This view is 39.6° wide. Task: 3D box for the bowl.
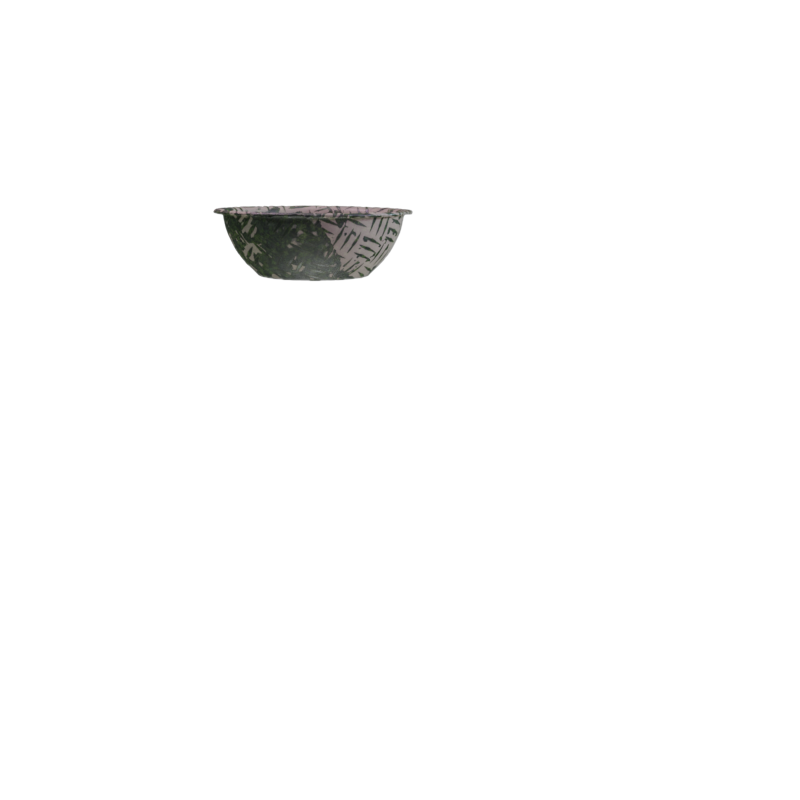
[{"bbox_3d":[-0.071,-0.129,0.904,0.162,0.054,0.166,0,11,-2],"label":"bowl"}]
